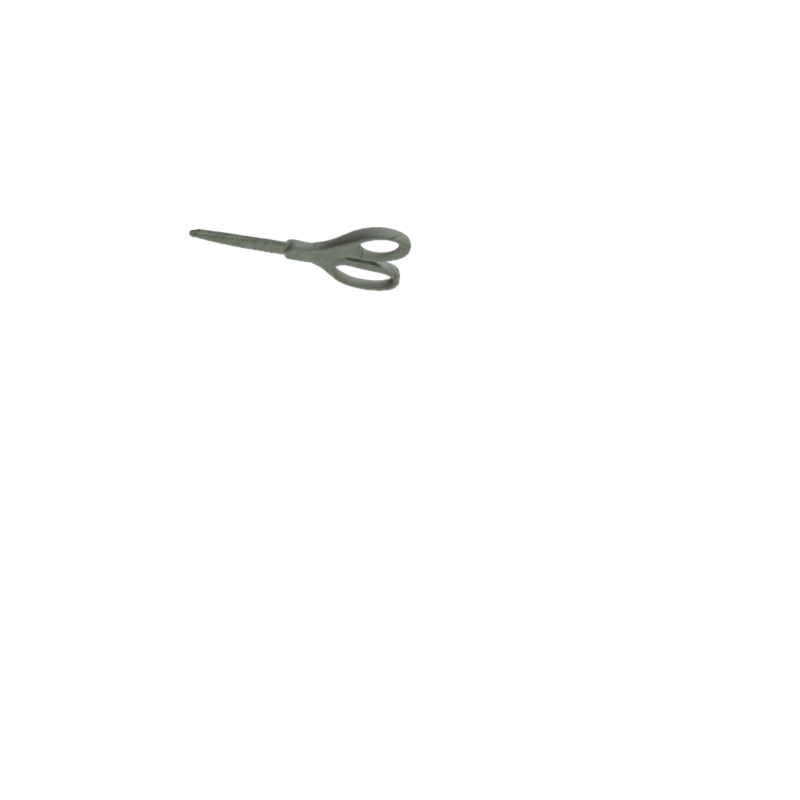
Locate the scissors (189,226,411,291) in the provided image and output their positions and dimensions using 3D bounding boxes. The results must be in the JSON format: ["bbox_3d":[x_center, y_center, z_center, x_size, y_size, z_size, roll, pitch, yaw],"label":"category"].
[{"bbox_3d":[-0.078,-0.141,0.991,0.192,0.017,0.094,17,-34,-27],"label":"scissors"}]
